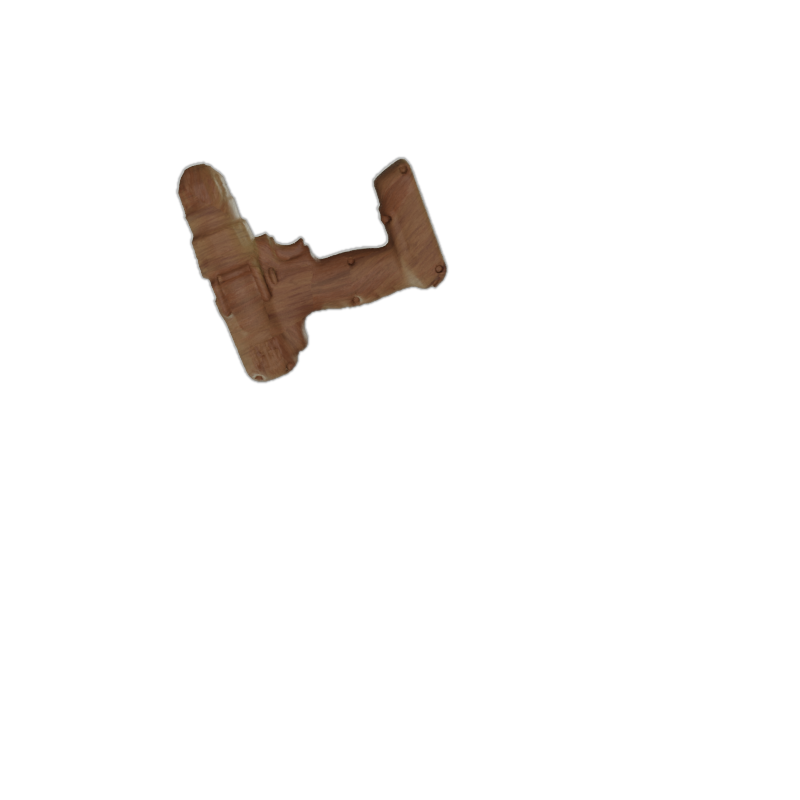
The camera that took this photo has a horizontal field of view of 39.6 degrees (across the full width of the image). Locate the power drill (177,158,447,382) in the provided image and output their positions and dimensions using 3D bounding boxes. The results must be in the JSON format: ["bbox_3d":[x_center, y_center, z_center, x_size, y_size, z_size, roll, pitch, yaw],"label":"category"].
[{"bbox_3d":[-0.070,-0.127,0.892,0.188,0.182,0.058,-21,6,2],"label":"power drill"}]
